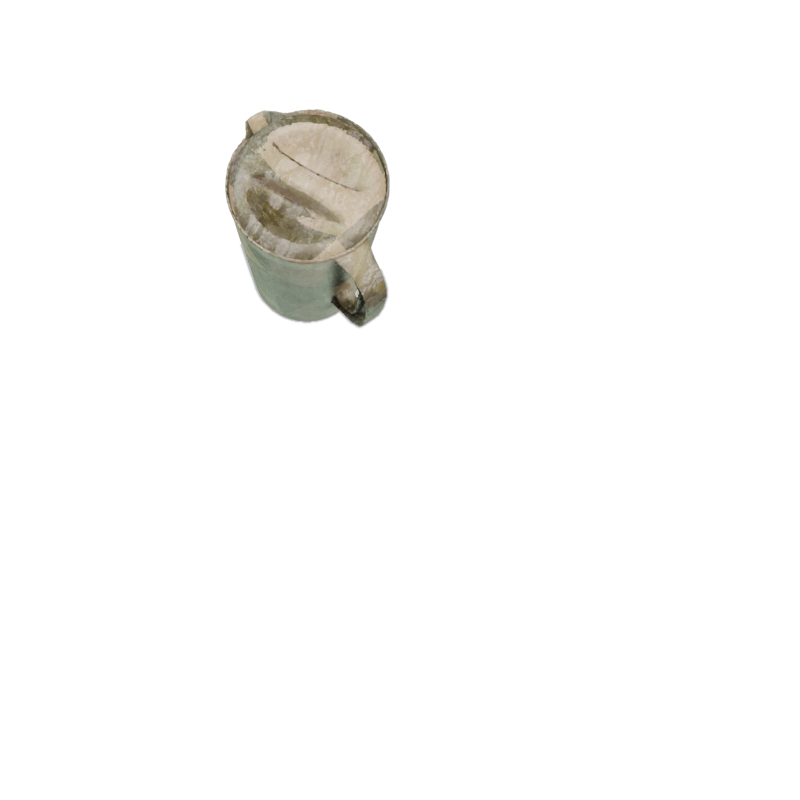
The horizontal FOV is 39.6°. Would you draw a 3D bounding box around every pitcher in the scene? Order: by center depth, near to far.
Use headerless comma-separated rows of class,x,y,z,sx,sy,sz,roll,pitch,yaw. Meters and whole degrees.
pitcher,-0.078,-0.142,0.996,0.145,0.155,0.234,10,-14,-1
